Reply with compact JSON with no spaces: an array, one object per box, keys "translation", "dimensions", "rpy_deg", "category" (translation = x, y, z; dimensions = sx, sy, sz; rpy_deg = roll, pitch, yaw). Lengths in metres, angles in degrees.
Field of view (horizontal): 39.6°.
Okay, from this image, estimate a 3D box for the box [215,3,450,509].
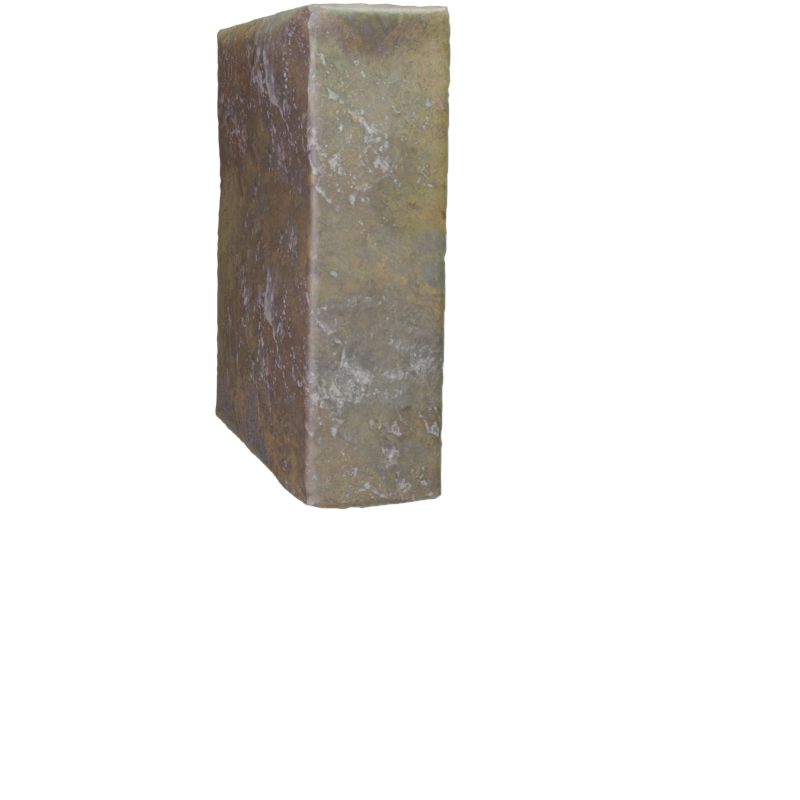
[{"translation":[-0.042,-0.076,0.535],"dimensions":[0.070,0.210,0.172],"rpy_deg":[-3,10,-22],"category":"box"}]
